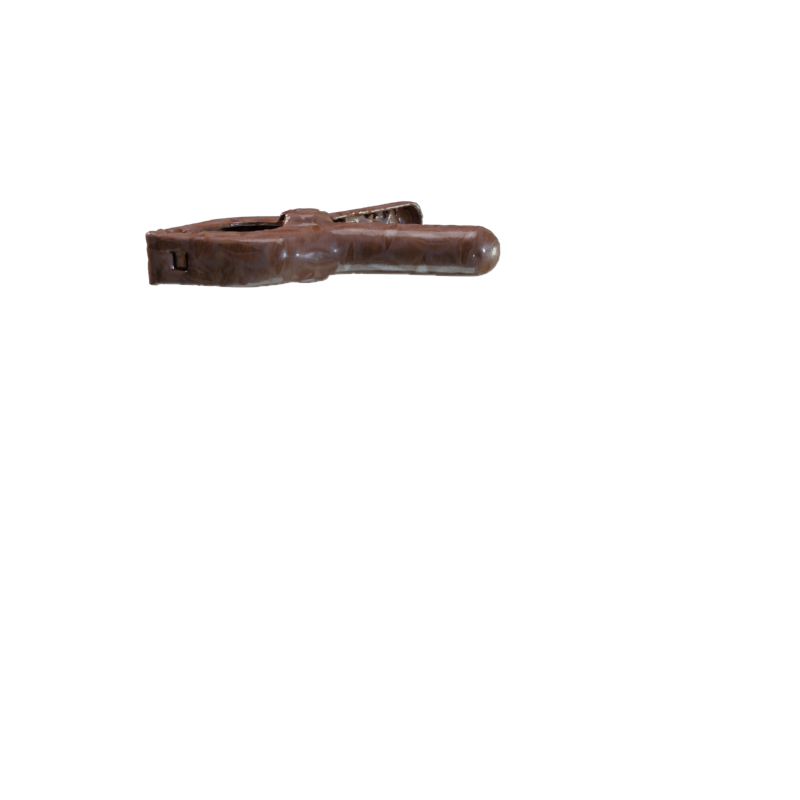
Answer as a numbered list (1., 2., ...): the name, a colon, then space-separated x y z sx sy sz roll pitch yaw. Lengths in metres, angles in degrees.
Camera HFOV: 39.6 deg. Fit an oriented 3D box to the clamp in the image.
1. clamp: -0.045 -0.083 0.579 0.170 0.038 0.123 -2 11 -8
